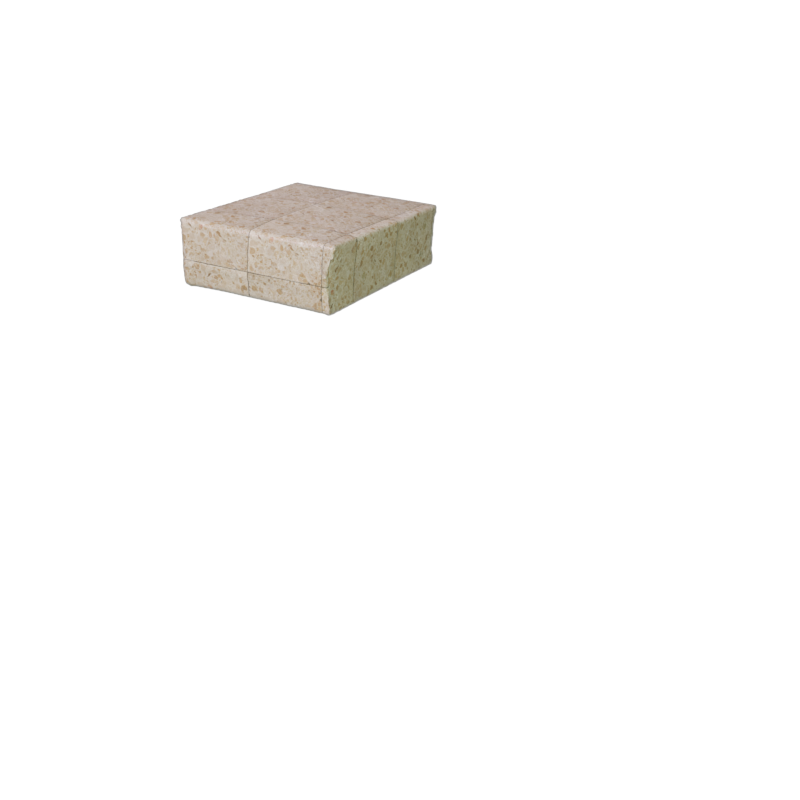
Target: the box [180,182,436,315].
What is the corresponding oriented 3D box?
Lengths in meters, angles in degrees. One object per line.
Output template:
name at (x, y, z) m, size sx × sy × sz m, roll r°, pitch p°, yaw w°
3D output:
box at (-0.045, -0.082, 0.574) m, size 0.094 × 0.037 × 0.114 m, roll 12°, pitch 26°, yaw 26°
